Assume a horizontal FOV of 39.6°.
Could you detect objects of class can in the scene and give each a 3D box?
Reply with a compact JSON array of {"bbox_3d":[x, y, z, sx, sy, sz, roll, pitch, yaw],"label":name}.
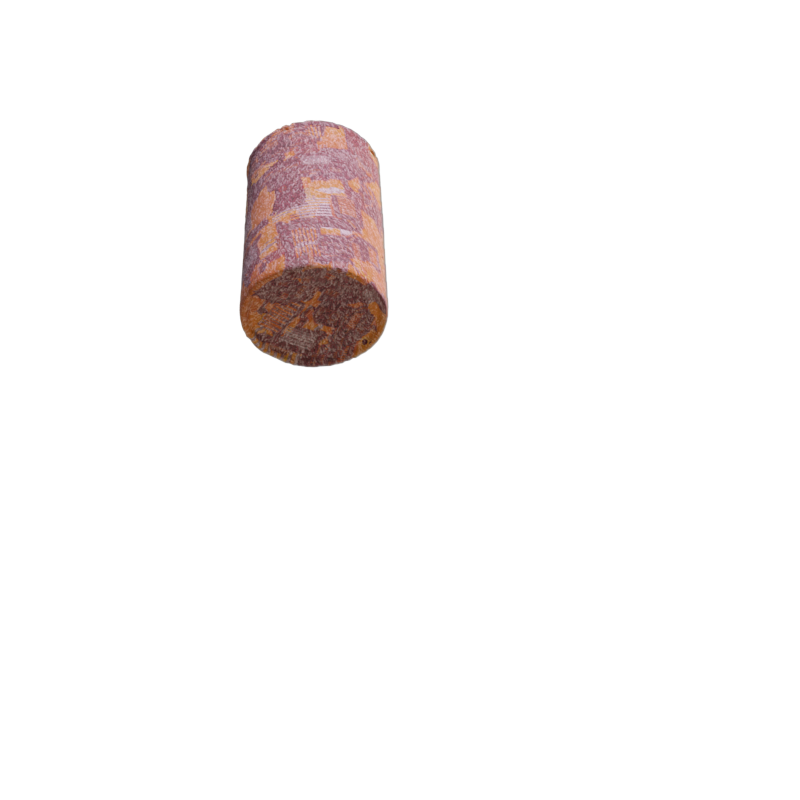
[{"bbox_3d":[-0.041,-0.075,0.525,0.068,0.110,0.064,-1,-43,-3],"label":"can"}]
